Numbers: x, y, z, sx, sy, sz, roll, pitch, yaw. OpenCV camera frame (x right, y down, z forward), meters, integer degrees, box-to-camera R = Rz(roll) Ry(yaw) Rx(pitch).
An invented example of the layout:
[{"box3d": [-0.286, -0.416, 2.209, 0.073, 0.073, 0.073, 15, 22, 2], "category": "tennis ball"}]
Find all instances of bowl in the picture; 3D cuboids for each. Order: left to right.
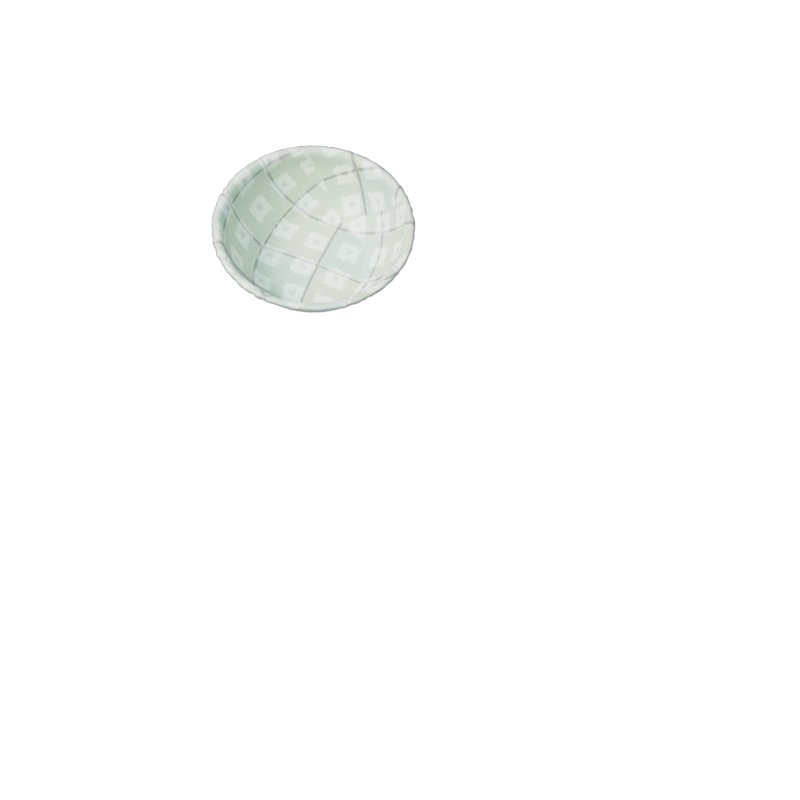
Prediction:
[{"box3d": [-0.070, -0.128, 0.900, 0.162, 0.173, 0.052, -1, -32, -1], "category": "bowl"}]
